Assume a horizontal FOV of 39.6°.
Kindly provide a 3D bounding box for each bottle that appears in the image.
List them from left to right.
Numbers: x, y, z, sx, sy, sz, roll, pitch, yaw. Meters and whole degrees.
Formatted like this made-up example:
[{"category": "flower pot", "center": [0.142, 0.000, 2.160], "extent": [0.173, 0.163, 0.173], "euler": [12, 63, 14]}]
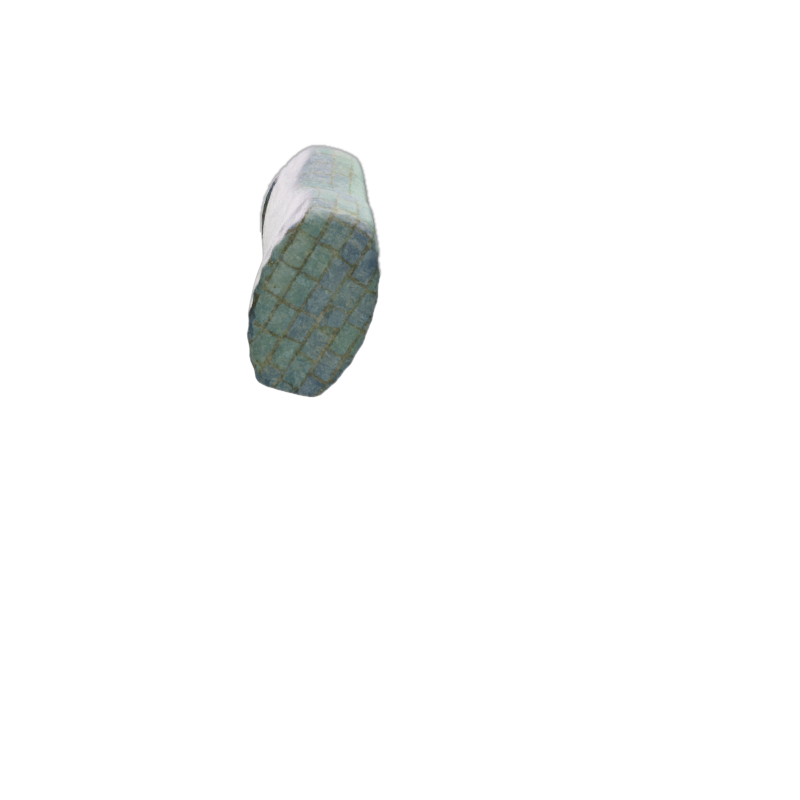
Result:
[{"category": "bottle", "center": [-0.048, -0.086, 0.601], "extent": [0.057, 0.092, 0.202], "euler": [13, 24, -10]}]
